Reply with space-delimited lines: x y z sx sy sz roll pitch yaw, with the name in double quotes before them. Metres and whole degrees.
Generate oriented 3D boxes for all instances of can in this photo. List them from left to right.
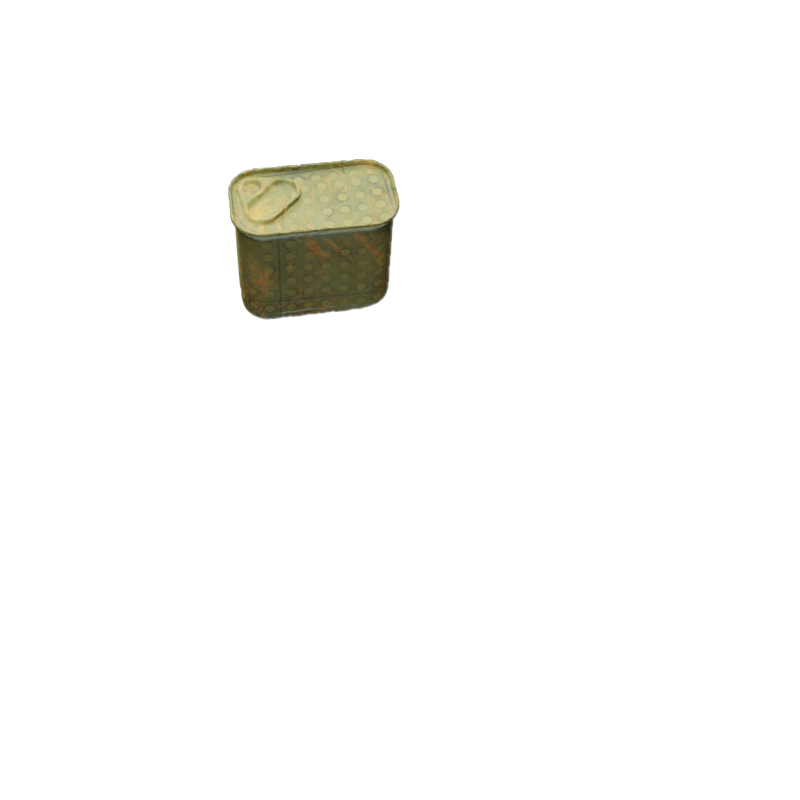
"can" -0.055 -0.100 0.698 0.101 0.062 0.078 -6 -38 -6
